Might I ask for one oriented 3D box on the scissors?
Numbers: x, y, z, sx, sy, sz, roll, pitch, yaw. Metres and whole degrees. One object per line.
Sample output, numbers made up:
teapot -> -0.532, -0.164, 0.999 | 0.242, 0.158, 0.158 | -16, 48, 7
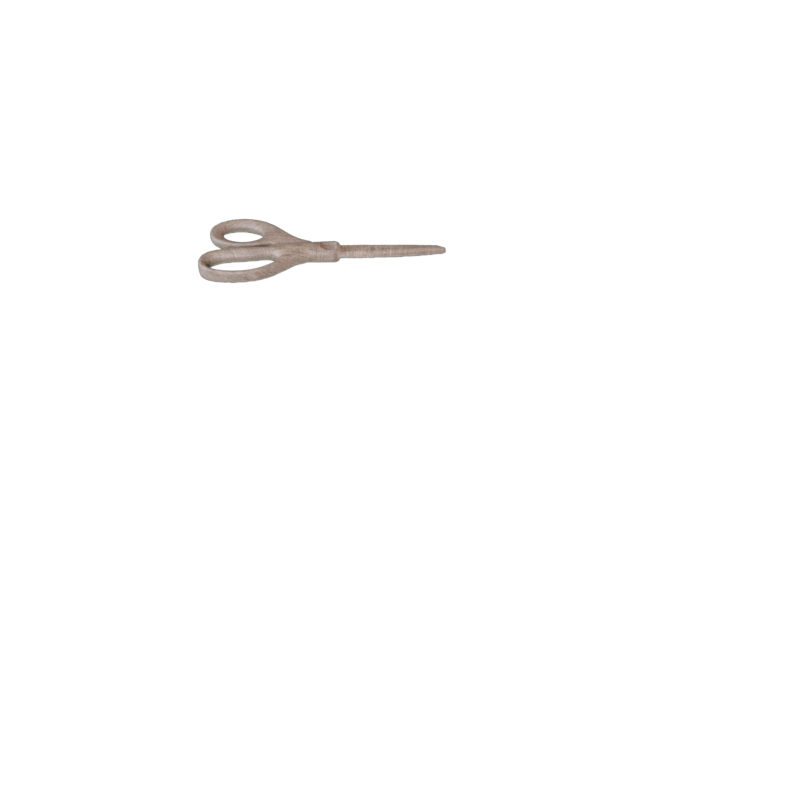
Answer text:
scissors -> -0.073, -0.133, 0.929 | 0.199, 0.015, 0.104 | -11, 37, -15
